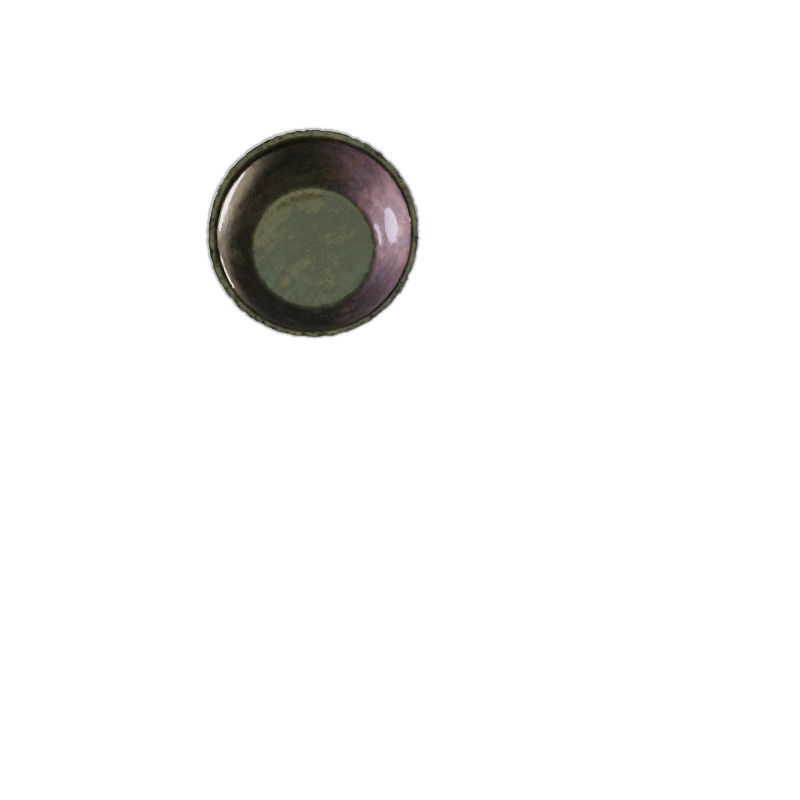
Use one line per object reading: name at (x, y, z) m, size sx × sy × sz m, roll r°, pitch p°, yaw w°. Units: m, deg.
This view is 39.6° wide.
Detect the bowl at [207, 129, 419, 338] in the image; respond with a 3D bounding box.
bowl at (-0.064, -0.117, 0.819) m, size 0.162 × 0.158 × 0.057 m, roll 0°, pitch 12°, yaw -1°
